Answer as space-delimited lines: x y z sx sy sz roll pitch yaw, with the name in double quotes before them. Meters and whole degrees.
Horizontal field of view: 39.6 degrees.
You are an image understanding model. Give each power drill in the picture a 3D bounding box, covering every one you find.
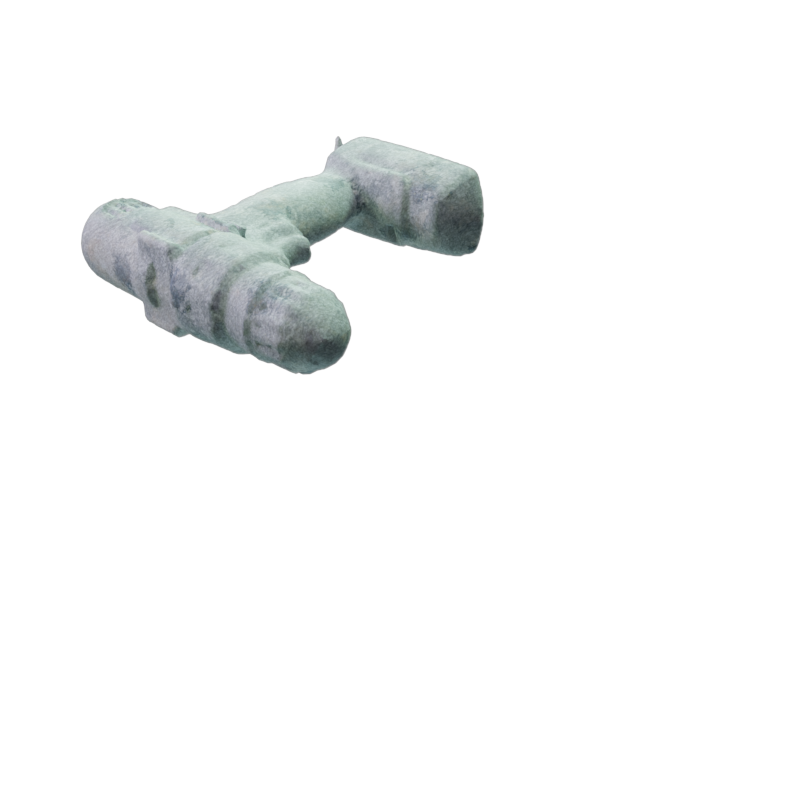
"power drill" -0.045 -0.082 0.572 0.186 0.054 0.197 -24 37 -37
